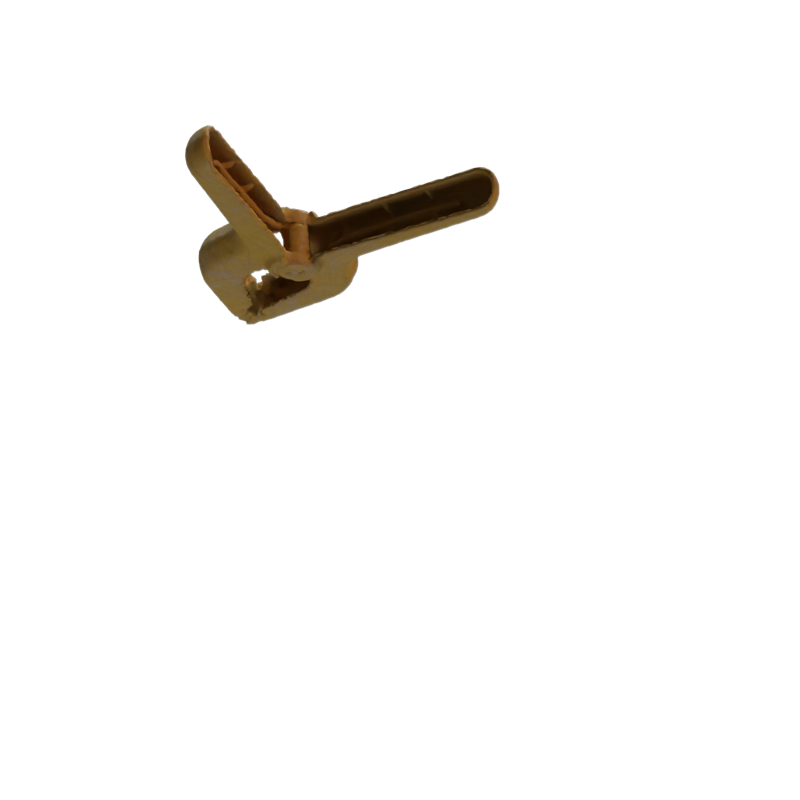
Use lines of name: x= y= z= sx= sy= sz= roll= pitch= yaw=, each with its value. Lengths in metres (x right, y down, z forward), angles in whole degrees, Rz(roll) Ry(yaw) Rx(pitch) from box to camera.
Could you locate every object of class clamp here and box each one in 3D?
clamp: x=-0.049 y=-0.090 z=0.630 sx=0.161 sy=0.038 sz=0.204 roll=5 pitch=-18 yaw=-14
